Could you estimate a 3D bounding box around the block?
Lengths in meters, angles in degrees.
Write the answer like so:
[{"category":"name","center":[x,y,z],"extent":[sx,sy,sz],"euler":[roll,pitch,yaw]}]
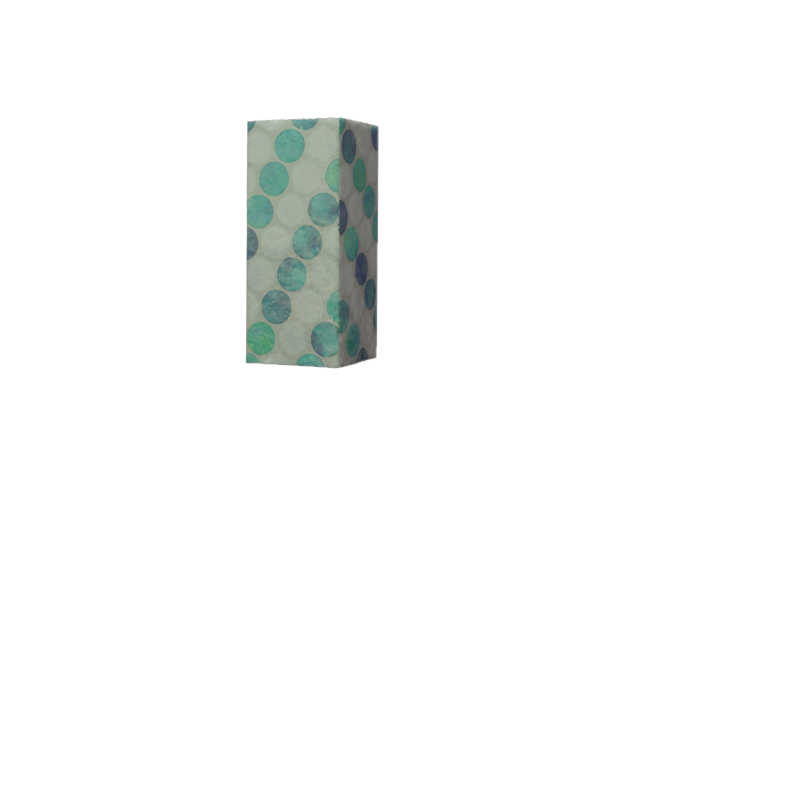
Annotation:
[{"category":"block","center":[-0.075,-0.137,0.962],"extent":[0.093,0.206,0.088],"euler":[1,2,23]}]
